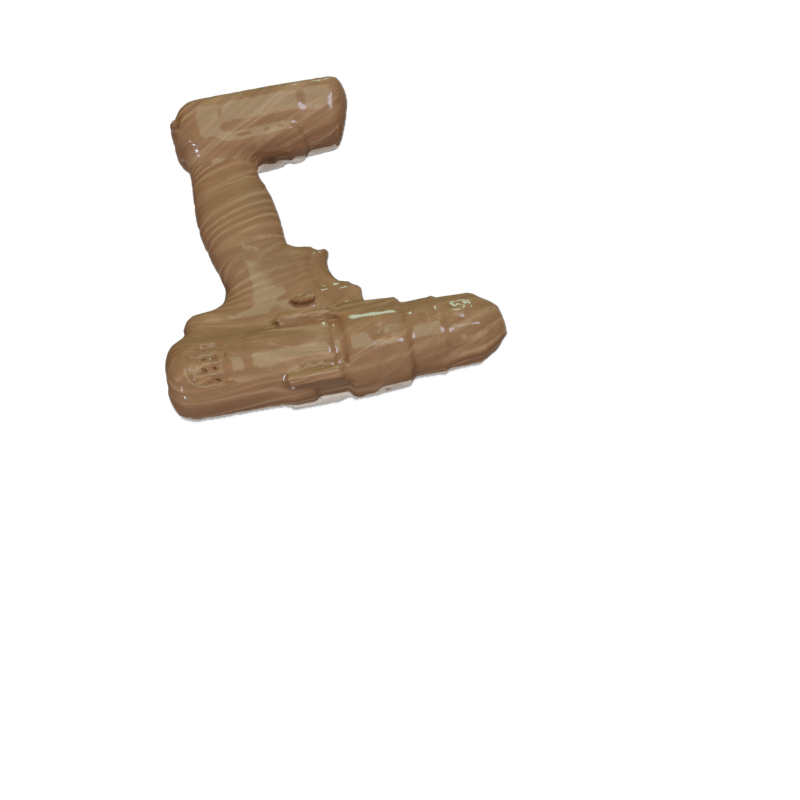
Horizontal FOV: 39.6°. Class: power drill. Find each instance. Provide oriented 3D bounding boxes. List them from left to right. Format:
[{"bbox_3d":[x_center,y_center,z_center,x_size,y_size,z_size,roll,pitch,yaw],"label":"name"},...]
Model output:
[{"bbox_3d":[-0.049,-0.089,0.624,0.183,0.199,0.054,-11,-25,-5],"label":"power drill"}]
